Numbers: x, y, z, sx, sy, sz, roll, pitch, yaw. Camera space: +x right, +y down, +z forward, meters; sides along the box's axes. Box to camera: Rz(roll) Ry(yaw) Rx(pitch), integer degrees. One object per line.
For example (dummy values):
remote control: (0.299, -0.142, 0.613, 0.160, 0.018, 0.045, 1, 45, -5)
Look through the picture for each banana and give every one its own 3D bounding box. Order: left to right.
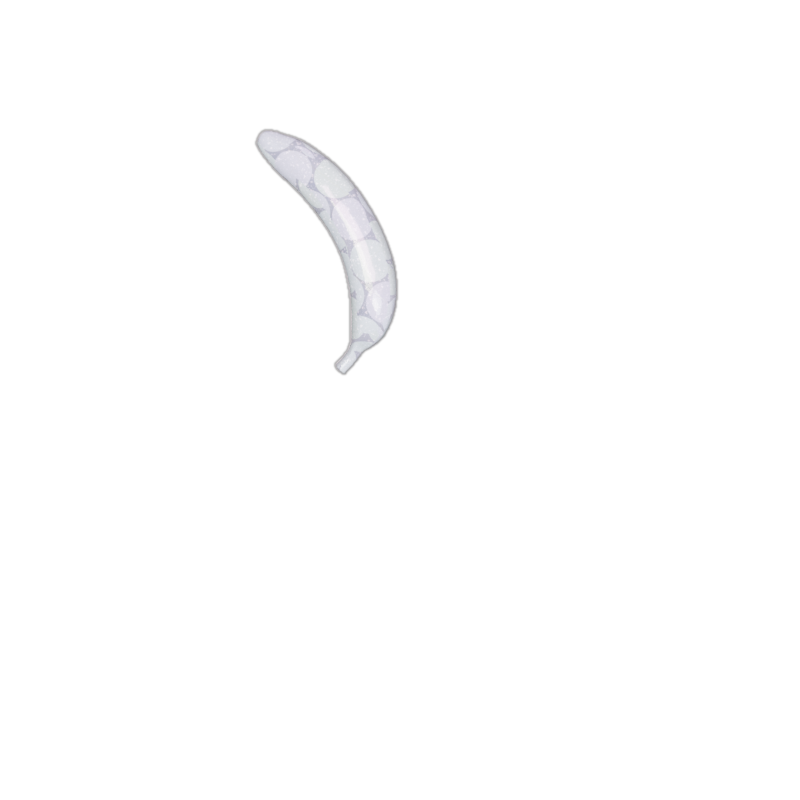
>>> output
banana: (-0.048, -0.123, 0.846, 0.069, 0.202, 0.036, -19, -7, -3)
